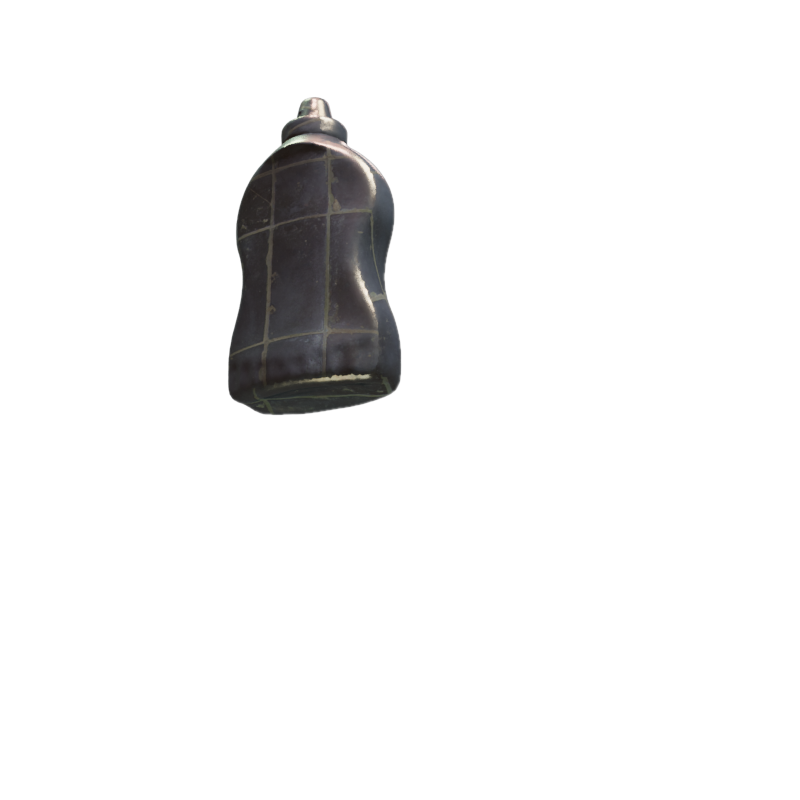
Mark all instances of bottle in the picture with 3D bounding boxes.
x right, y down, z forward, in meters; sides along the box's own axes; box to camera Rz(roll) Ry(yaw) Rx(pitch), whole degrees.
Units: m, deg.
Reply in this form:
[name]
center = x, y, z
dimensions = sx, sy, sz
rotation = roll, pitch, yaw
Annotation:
[bottle]
center = -0.050, -0.092, 0.647
dimensions = 0.098, 0.202, 0.054
rotation = -13, -26, 25
